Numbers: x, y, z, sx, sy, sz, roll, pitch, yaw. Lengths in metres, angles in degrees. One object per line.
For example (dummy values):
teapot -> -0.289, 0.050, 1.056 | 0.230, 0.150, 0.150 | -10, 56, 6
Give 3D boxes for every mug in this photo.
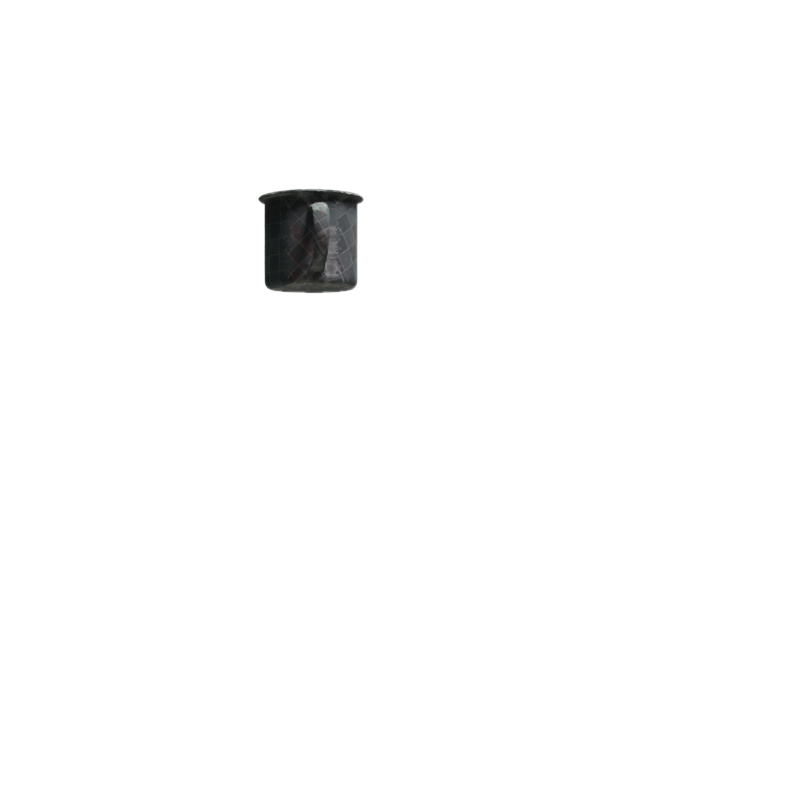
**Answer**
mug -> -0.075, -0.137, 0.963 | 0.092, 0.083, 0.118 | 1, -3, -13
